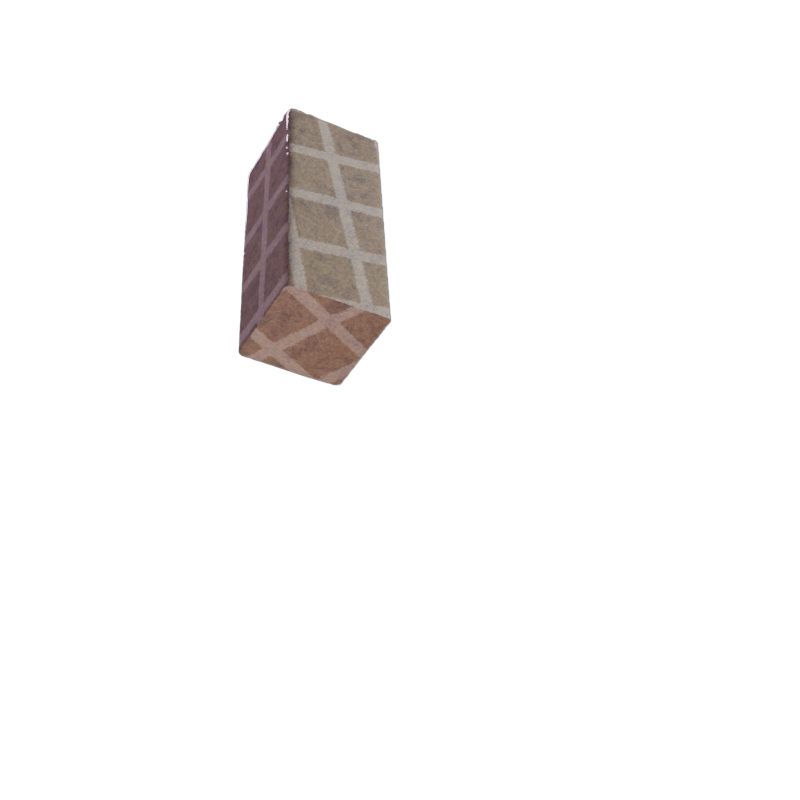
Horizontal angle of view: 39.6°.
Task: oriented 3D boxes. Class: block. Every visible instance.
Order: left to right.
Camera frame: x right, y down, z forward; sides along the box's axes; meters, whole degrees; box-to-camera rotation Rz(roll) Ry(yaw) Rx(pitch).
[{"bbox_3d":[-0.071,-0.129,0.903,0.087,0.221,0.088,18,-46,-22],"label":"block"}]
